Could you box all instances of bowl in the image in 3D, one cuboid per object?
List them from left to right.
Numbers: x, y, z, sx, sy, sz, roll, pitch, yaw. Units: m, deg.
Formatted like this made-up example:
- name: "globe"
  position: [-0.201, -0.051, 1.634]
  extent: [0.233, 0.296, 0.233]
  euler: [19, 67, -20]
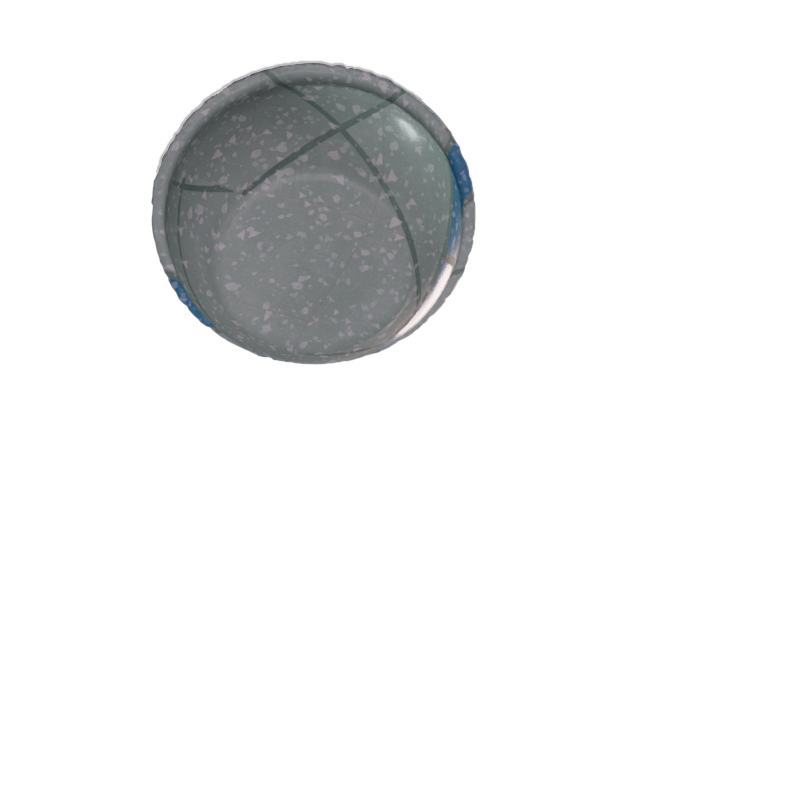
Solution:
- name: "bowl"
  position: [-0.041, -0.075, 0.528]
  extent: [0.162, 0.154, 0.058]
  euler: [1, 25, -1]
